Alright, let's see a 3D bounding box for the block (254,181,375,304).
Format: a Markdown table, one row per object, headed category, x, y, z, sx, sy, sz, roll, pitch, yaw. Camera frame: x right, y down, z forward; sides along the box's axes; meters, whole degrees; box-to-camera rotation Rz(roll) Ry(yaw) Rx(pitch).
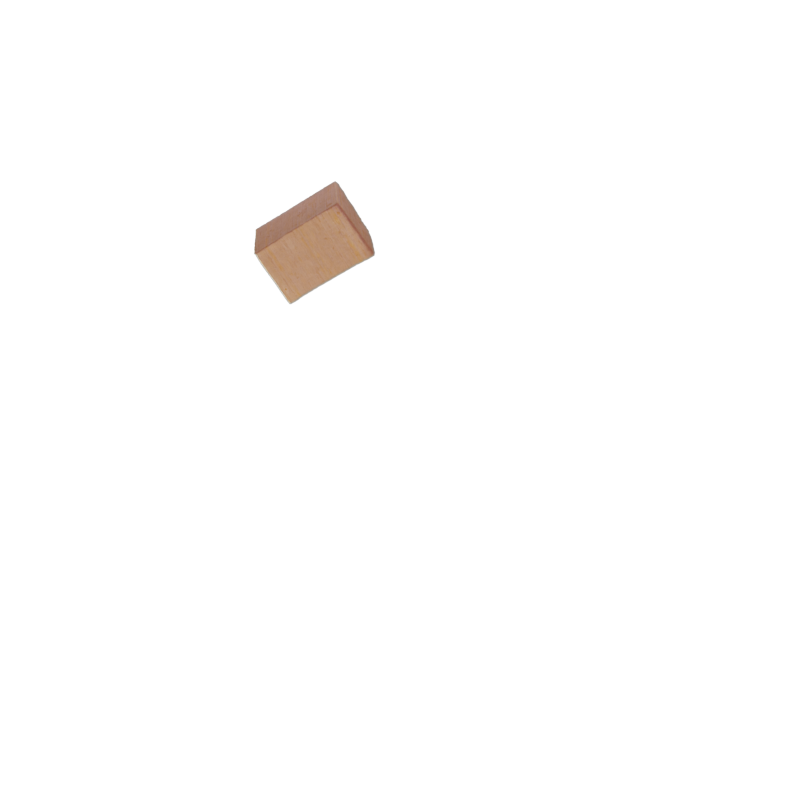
| category | x | y | z | sx | sy | sz | roll | pitch | yaw |
| --- | --- | --- | --- | --- | --- | --- | --- | --- | --- |
| block | -0.067 | -0.121 | 0.851 | 0.078 | 0.050 | 0.054 | -29 | 24 | 12 |
